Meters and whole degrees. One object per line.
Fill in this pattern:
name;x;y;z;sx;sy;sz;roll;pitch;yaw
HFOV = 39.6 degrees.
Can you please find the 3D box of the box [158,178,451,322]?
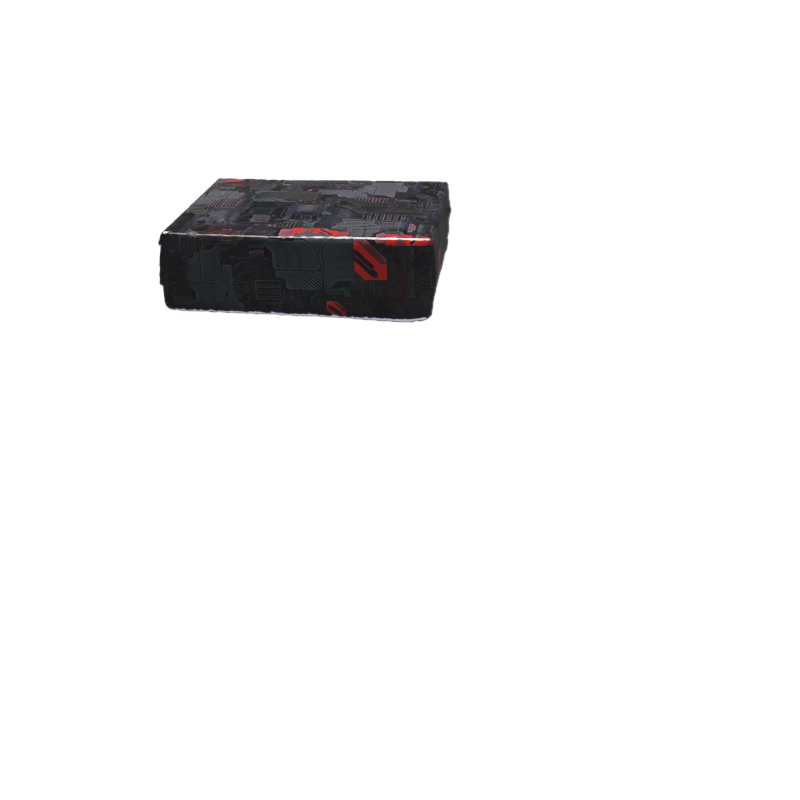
box;-0.038;-0.069;0.480;0.115;0.037;0.093;4;25;8
